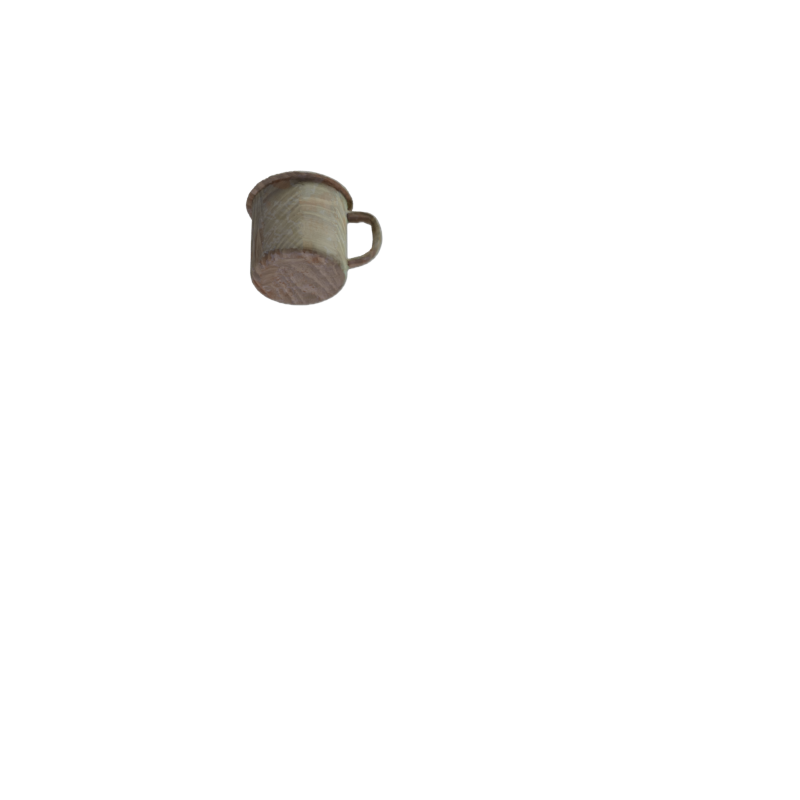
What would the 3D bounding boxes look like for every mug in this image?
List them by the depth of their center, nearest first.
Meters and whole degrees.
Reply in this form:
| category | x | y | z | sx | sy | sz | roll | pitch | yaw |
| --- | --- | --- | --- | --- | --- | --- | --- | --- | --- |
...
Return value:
| category | x | y | z | sx | sy | sz | roll | pitch | yaw |
| --- | --- | --- | --- | --- | --- | --- | --- | --- | --- |
| mug | -0.074 | -0.134 | 0.939 | 0.117 | 0.087 | 0.087 | -1 | -33 | -1 |
